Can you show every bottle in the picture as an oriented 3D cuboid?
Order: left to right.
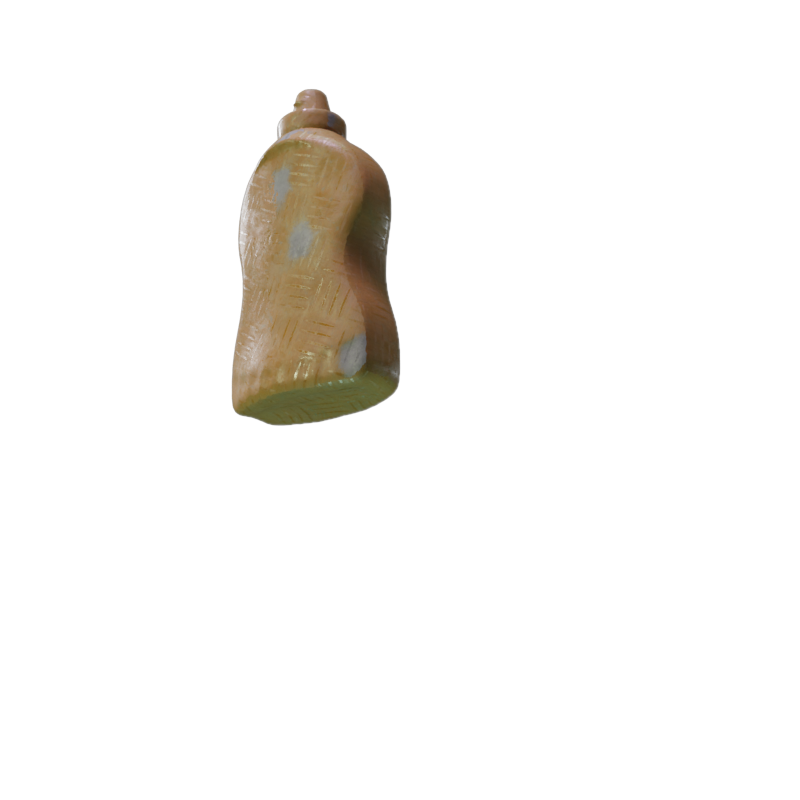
[{"bbox_3d":[-0.049,-0.088,0.618,0.097,0.202,0.055,-20,-30,36],"label":"bottle"}]
